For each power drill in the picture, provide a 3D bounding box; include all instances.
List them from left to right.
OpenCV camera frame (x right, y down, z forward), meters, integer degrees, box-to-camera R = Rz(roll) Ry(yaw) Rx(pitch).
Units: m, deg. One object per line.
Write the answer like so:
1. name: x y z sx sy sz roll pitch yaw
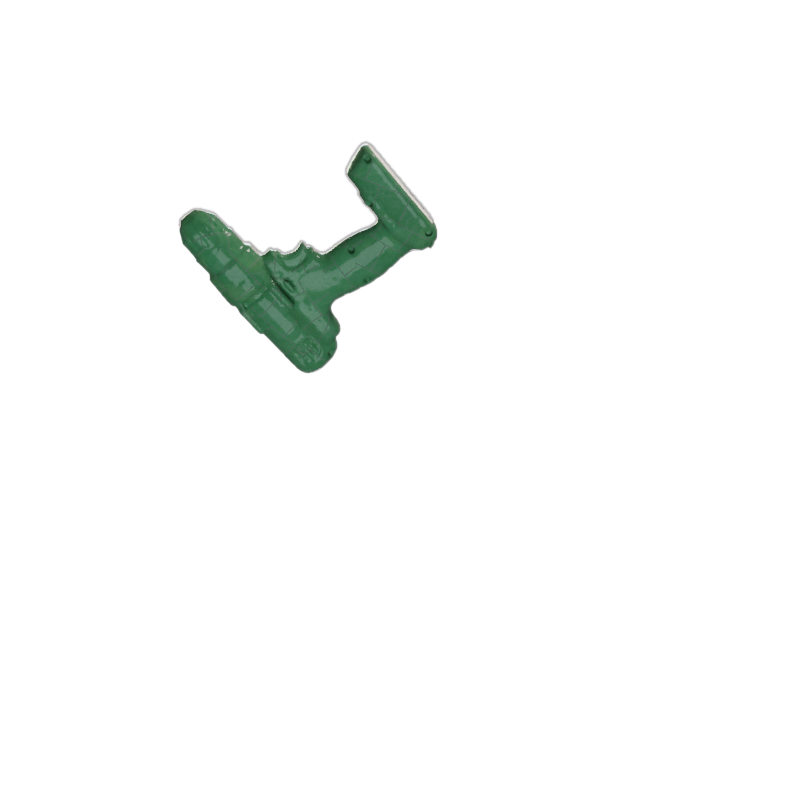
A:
1. power drill: -0.077 -0.140 0.980 0.186 0.178 0.060 -39 15 12
